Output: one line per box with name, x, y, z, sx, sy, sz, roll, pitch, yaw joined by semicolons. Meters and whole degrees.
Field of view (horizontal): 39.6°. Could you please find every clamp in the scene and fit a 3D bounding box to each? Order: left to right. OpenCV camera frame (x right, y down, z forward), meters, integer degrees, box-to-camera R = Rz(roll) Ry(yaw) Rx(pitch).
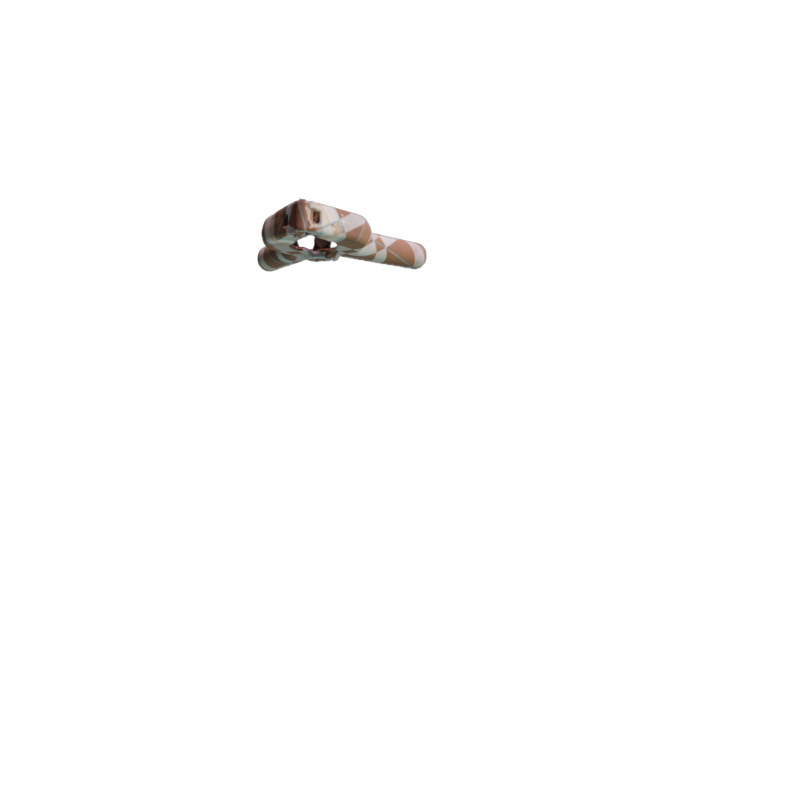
clamp;-0.078;-0.142;0.993;0.168;0.037;0.202;-1;-3;16
